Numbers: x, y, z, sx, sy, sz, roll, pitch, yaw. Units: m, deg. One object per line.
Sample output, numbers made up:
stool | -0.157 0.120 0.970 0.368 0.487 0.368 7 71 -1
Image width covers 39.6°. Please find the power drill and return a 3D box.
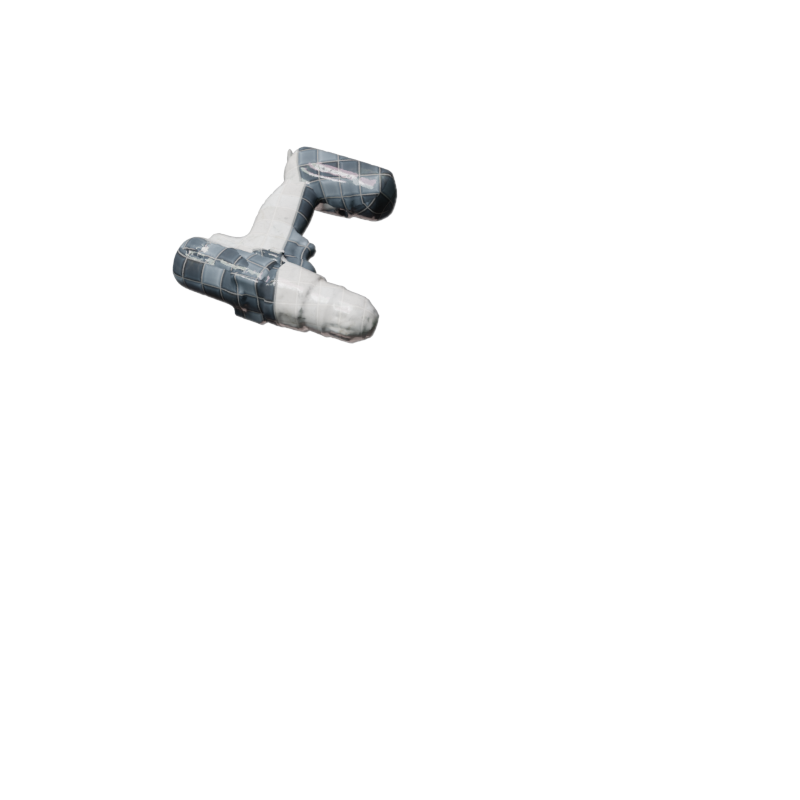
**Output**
power drill | -0.074 -0.135 0.949 0.192 0.053 0.194 19 48 18
